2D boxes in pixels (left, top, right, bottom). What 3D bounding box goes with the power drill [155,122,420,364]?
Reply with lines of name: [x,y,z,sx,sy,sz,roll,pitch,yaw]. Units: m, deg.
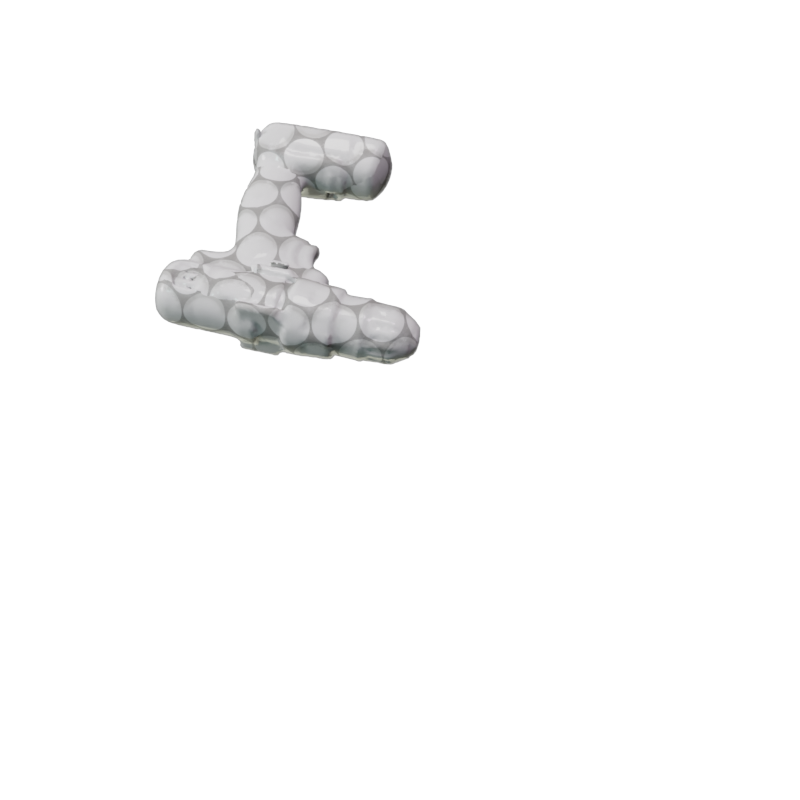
power drill: [-0.062,-0.114,0.797,0.188,0.198,0.053,11,-39,9]
